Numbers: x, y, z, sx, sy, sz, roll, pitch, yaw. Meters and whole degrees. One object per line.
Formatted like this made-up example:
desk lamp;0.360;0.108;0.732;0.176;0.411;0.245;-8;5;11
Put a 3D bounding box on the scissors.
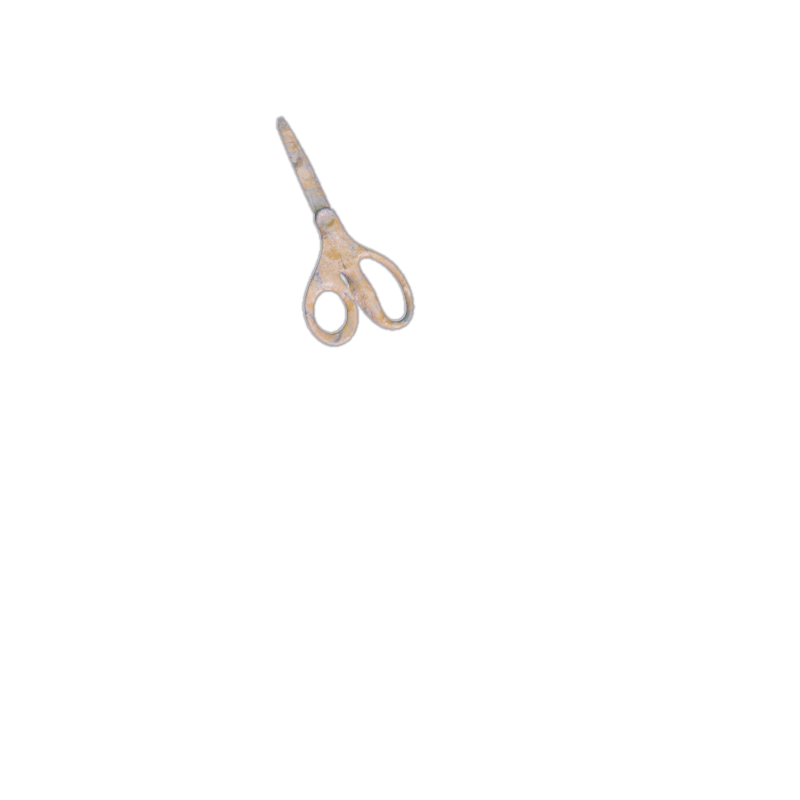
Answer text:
scissors;-0.071;-0.129;0.906;0.096;0.207;0.015;-38;-10;-8
